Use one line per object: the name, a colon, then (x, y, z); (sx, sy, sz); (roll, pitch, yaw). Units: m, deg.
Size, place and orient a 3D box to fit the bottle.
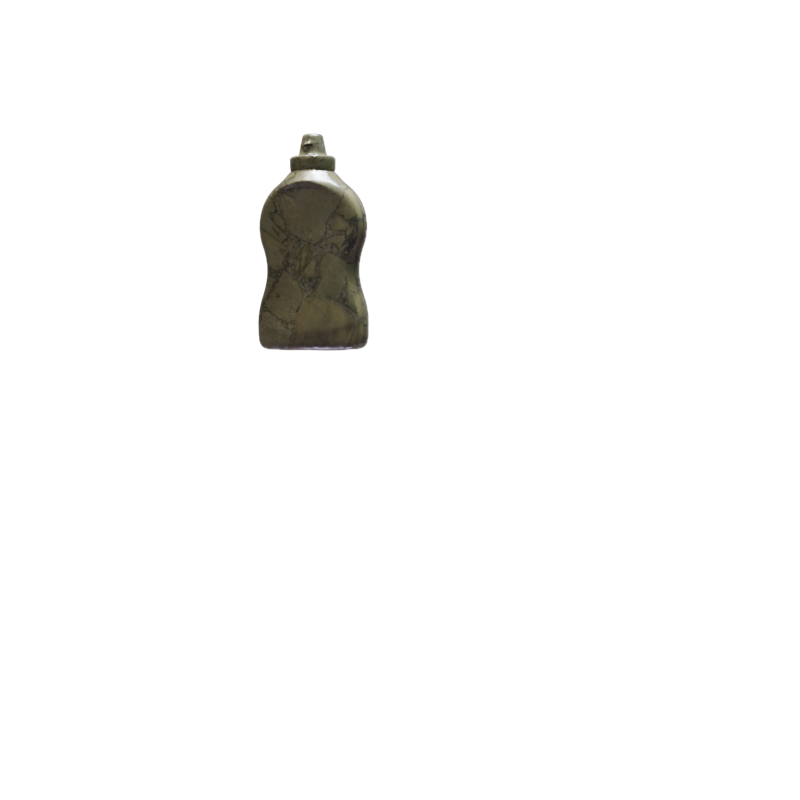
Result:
bottle: (-0.077, -0.141, 0.987); (0.098, 0.193, 0.056); (-1, -3, 21)
